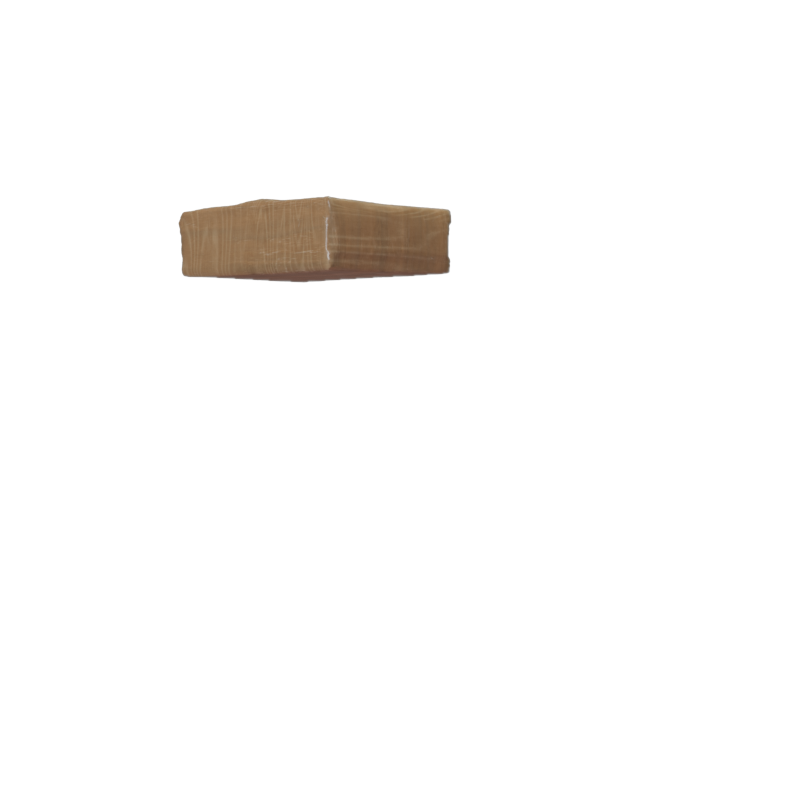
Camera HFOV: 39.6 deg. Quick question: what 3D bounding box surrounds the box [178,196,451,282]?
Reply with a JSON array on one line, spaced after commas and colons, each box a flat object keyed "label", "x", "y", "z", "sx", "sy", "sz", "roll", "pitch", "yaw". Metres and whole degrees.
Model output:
[{"label": "box", "x": -0.036, "y": -0.065, "z": 0.458, "sx": 0.093, "sy": 0.030, "sz": 0.070, "roll": 3, "pitch": 4, "yaw": 42}]
